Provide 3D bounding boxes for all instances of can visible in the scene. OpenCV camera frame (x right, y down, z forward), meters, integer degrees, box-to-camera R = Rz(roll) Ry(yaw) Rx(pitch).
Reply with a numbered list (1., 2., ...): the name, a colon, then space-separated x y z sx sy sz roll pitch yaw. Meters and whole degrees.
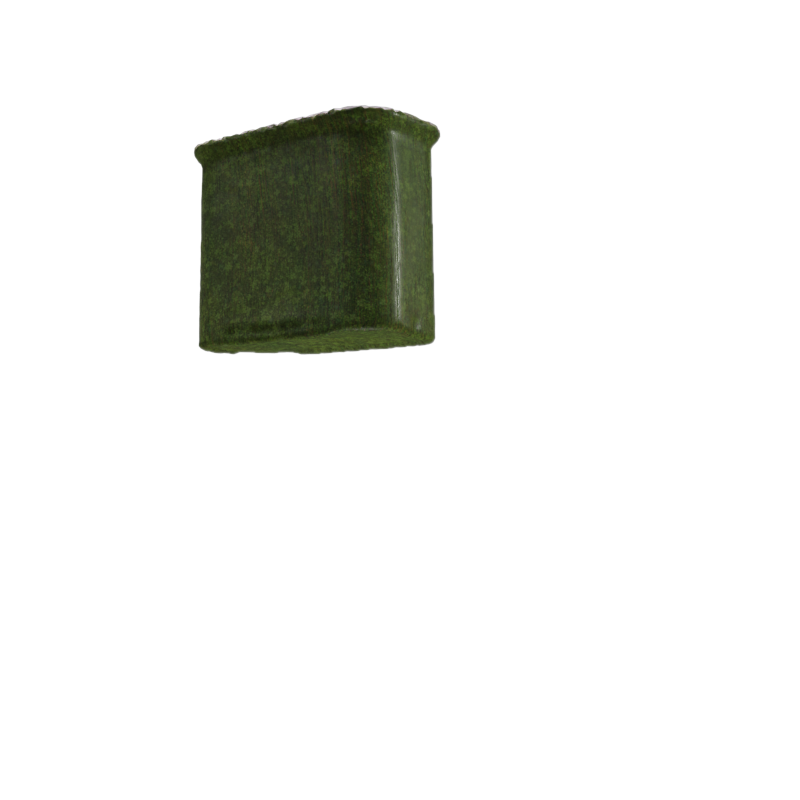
1. can: -0.034 -0.063 0.440 0.105 0.086 0.055 -5 -10 37
